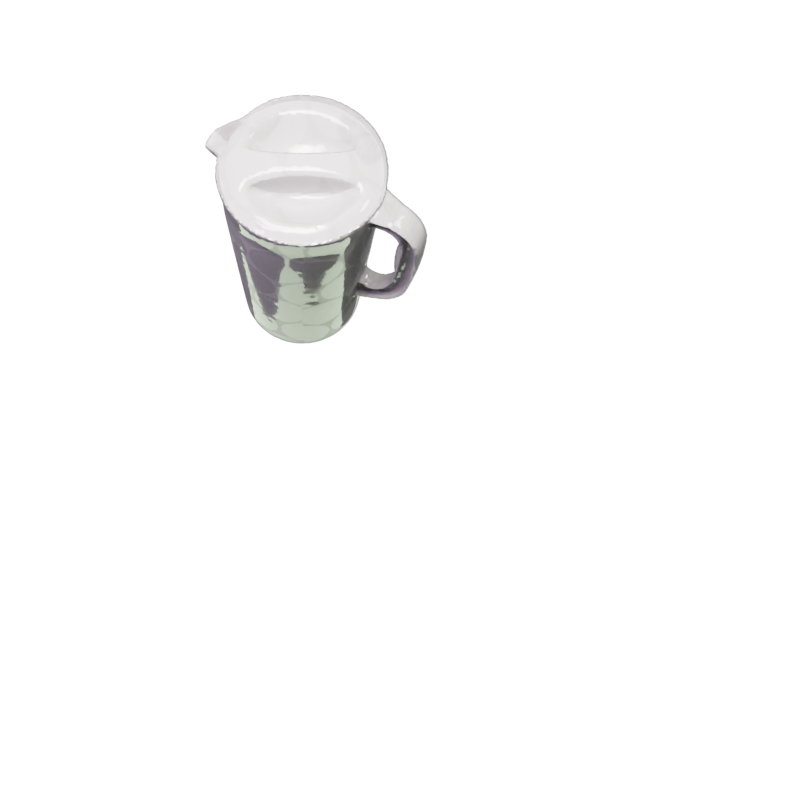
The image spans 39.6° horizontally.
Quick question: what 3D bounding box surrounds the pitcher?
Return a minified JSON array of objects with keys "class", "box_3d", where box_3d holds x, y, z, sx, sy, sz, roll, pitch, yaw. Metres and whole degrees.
[{"class":"pitcher","box_3d":[-0.074,-0.135,0.943,0.144,0.158,0.231,-18,-20,-10]}]
